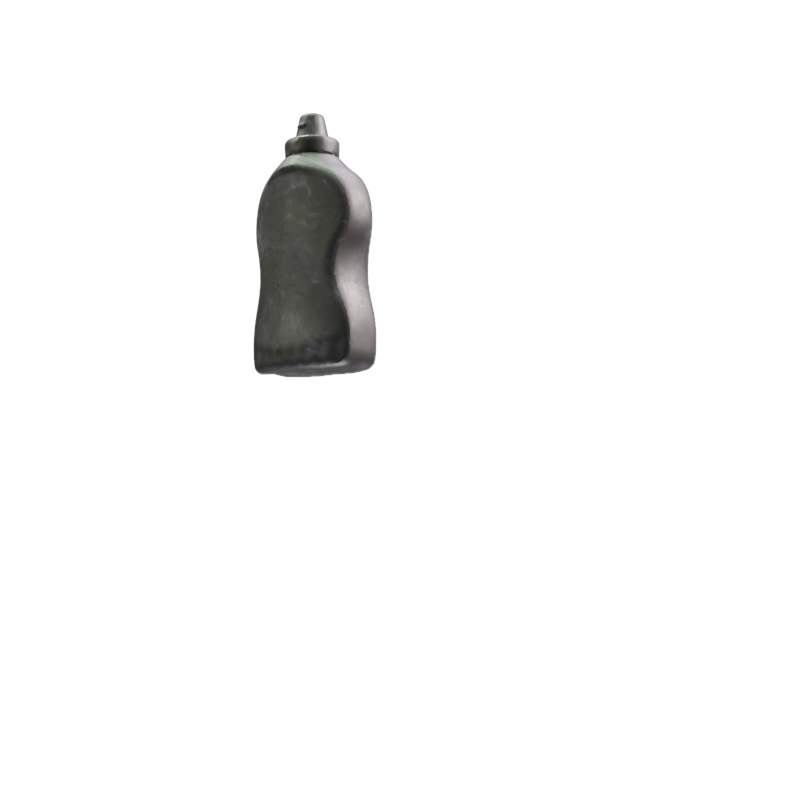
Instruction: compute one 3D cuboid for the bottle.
[{"bbox_3d":[-0.064,-0.116,0.809,0.098,0.197,0.055,-10,-15,42],"label":"bottle"}]
